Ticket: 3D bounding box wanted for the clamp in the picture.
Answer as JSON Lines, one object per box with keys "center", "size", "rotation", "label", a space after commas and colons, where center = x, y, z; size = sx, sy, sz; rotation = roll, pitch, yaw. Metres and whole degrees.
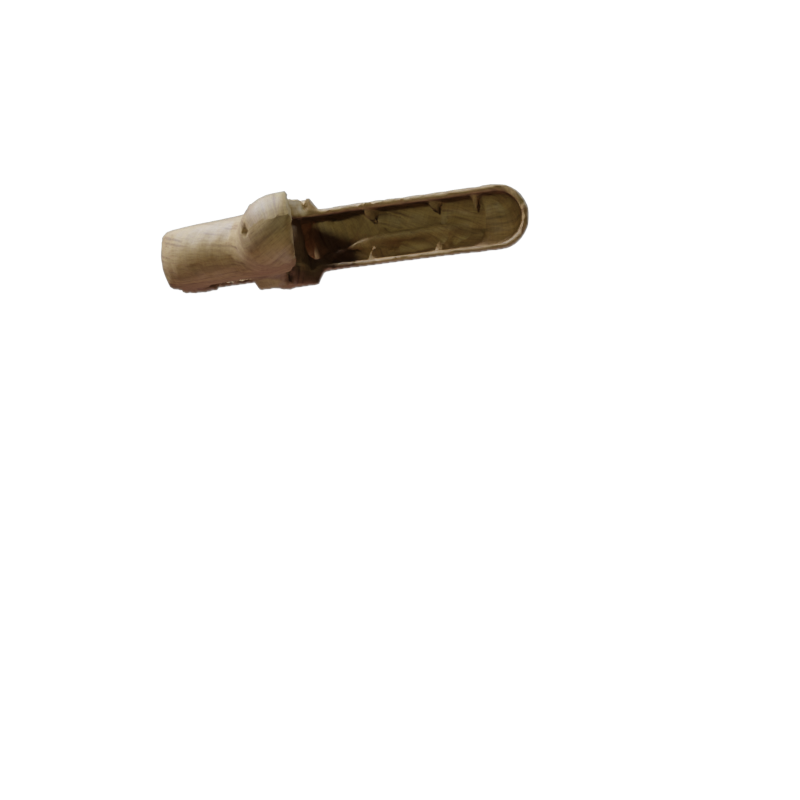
{"center": [-0.035, -0.064, 0.450], "size": [0.116, 0.039, 0.177], "rotation": [-2, 4, -29], "label": "clamp"}
